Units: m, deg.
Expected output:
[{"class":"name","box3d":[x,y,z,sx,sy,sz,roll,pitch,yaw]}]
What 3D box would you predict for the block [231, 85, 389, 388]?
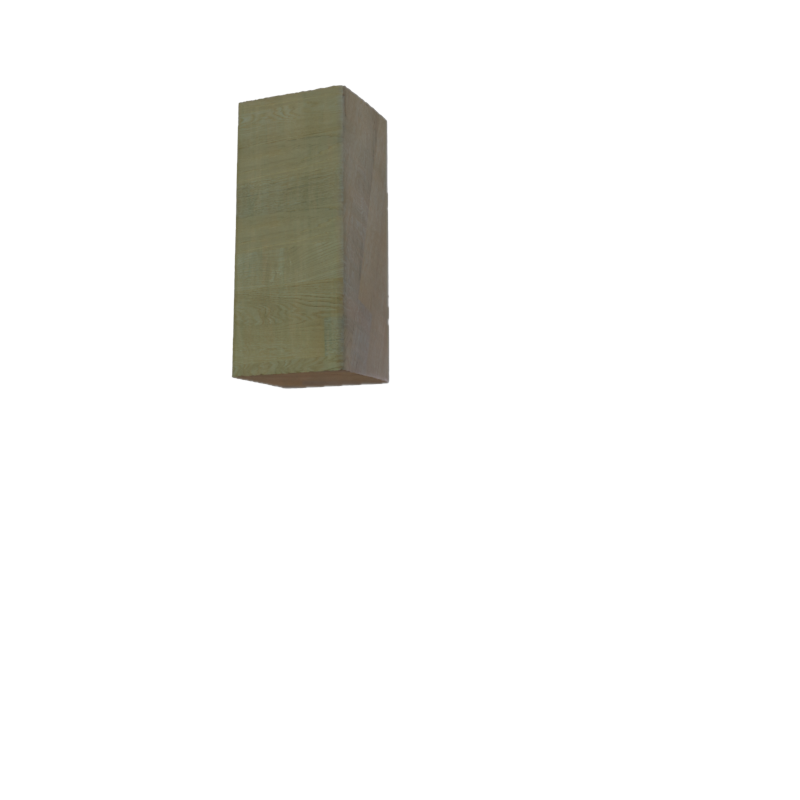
[{"class":"block","box3d":[-0.064,-0.118,0.826,0.093,0.213,0.085,-6,-13,23]}]
